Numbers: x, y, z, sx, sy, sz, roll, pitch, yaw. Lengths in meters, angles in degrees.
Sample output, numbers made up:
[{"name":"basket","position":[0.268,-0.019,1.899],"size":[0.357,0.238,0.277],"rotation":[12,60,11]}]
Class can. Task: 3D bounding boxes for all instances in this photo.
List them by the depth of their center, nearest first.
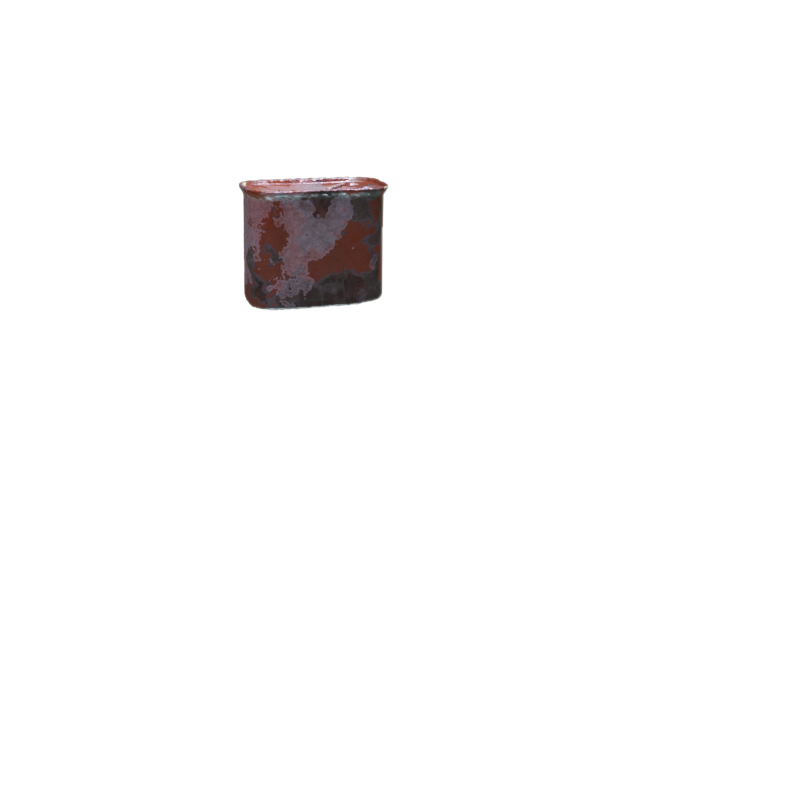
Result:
[{"name":"can","position":[-0.061,-0.112,0.783],"size":[0.100,0.081,0.060],"rotation":[-4,15,-16]}]
